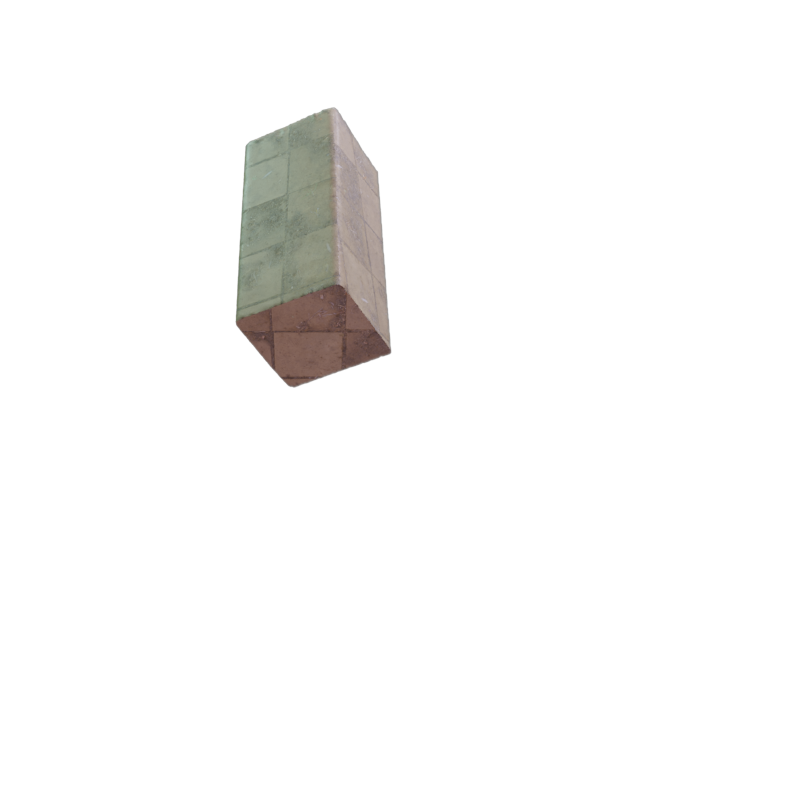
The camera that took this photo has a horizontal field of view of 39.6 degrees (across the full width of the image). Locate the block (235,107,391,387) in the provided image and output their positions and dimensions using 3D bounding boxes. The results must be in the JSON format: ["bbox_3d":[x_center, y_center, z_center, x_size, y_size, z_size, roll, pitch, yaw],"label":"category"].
[{"bbox_3d":[-0.070,-0.128,0.893,0.091,0.221,0.083,-20,-45,18],"label":"block"}]
